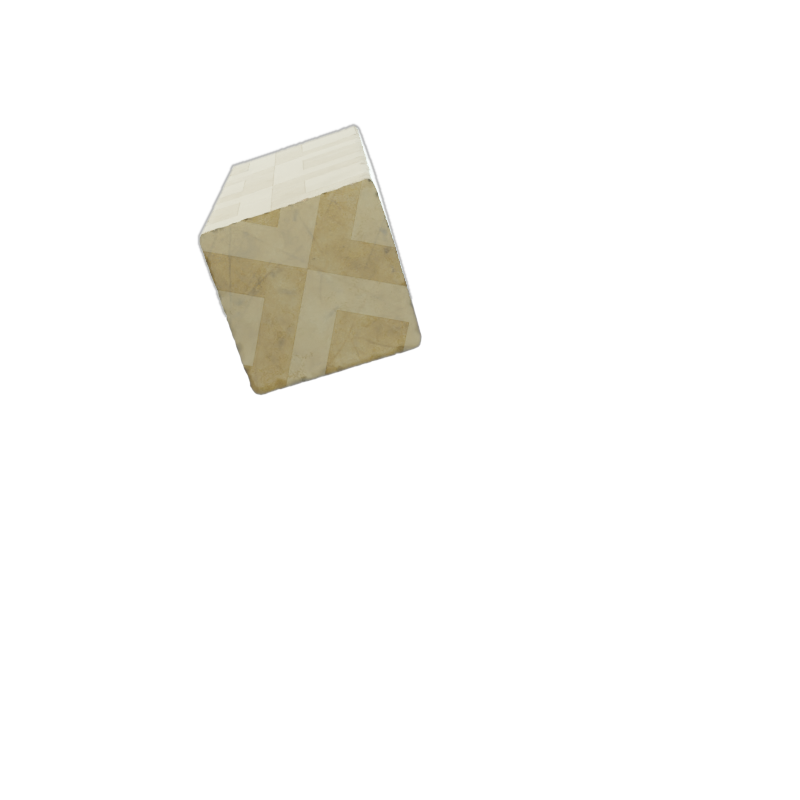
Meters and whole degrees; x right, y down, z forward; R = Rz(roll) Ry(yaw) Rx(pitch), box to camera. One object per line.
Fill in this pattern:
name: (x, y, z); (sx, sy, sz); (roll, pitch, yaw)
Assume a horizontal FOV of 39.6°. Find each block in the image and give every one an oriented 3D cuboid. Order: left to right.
block: (-0.049, -0.090, 0.637); (0.091, 0.086, 0.215); (-17, 20, 2)
